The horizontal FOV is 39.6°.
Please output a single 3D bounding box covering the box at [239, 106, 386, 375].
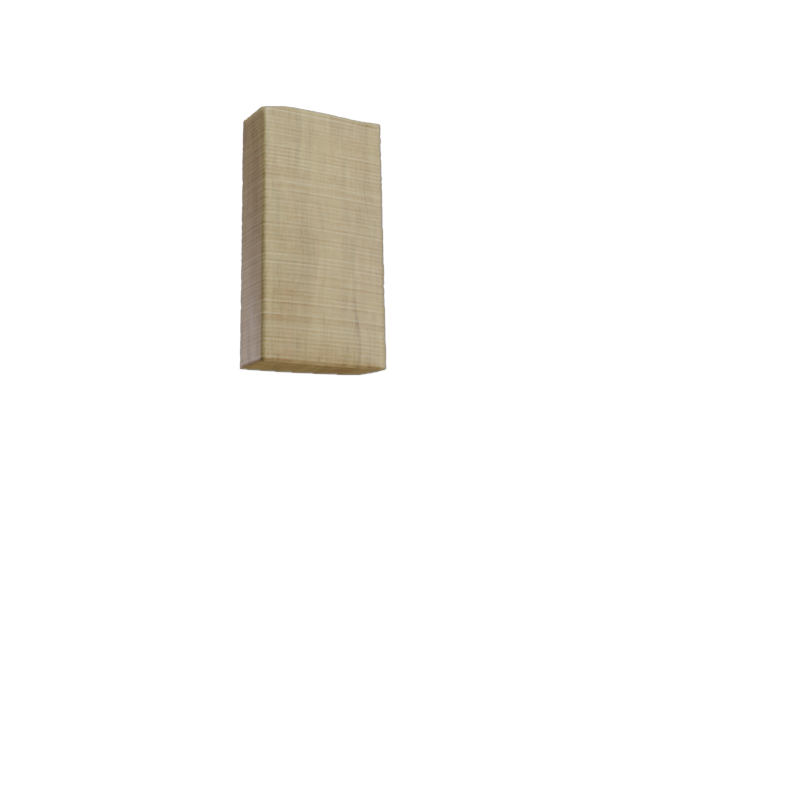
[{"bbox_3d":[-0.059,-0.107,0.751,0.090,0.182,0.048,5,-14,-27],"label":"box"}]
